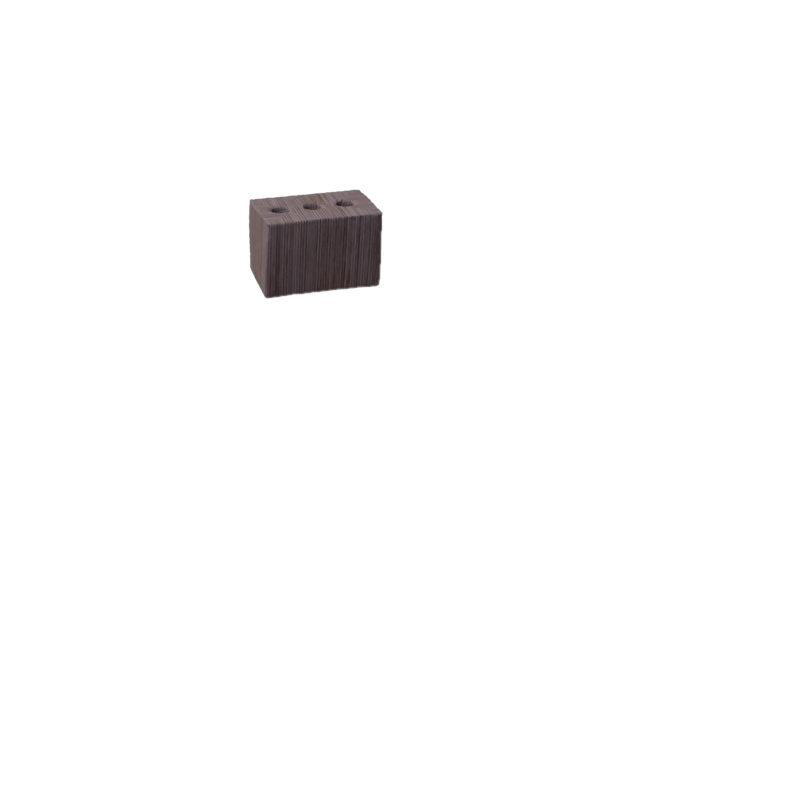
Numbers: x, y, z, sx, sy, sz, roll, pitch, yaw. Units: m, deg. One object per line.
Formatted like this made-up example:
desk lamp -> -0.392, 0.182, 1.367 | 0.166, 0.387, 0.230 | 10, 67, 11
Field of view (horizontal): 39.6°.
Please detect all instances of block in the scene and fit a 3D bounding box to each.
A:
block -> -0.057, -0.103, 0.724 | 0.077, 0.049, 0.056 | -8, 27, -16
